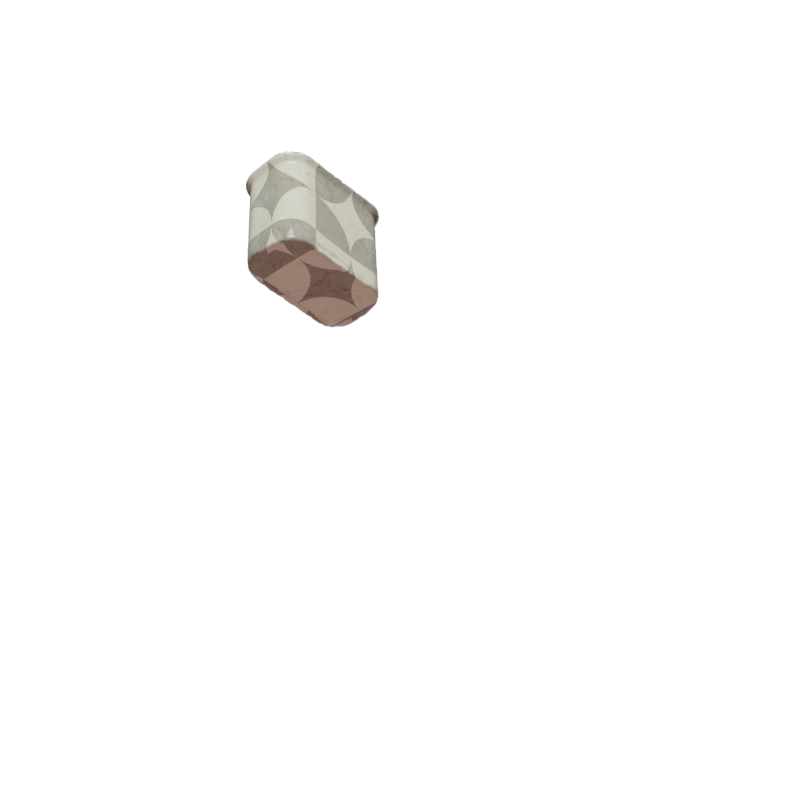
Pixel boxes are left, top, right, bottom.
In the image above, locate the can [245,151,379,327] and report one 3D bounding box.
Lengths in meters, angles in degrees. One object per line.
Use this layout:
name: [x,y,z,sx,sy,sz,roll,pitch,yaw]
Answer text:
can: [-0.061,-0.111,0.778,0.057,0.090,0.095,-33,-49,31]
